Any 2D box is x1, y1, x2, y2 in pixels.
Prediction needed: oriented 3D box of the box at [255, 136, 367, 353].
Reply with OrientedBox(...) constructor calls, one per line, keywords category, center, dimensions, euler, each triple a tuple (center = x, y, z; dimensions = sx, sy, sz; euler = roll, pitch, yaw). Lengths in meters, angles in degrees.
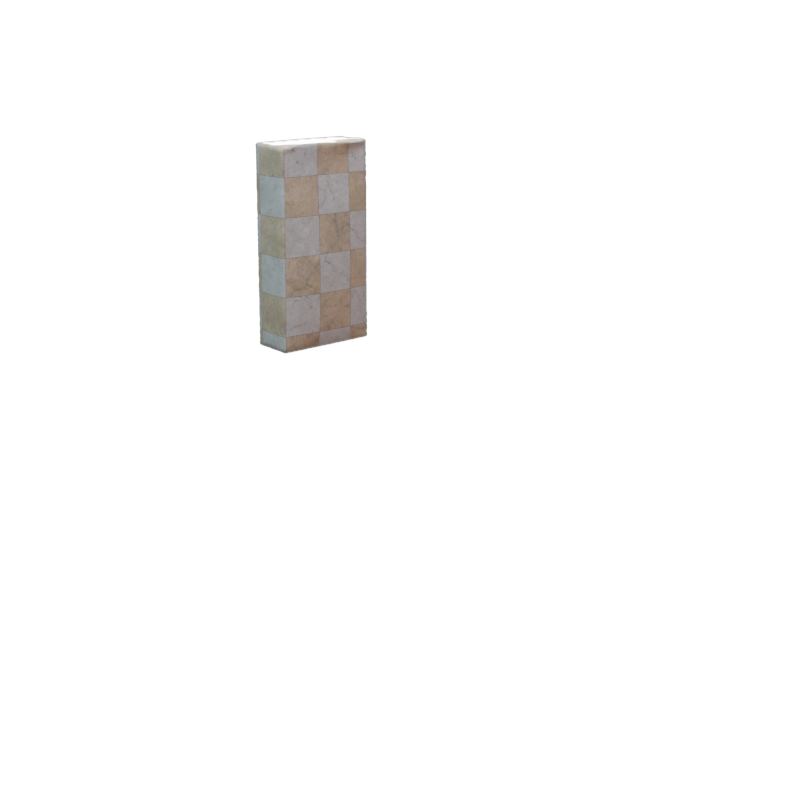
OrientedBox(category="box", center=(-0.075, -0.136, 0.955), dimensions=(0.091, 0.171, 0.051), euler=(-11, 18, -38))
